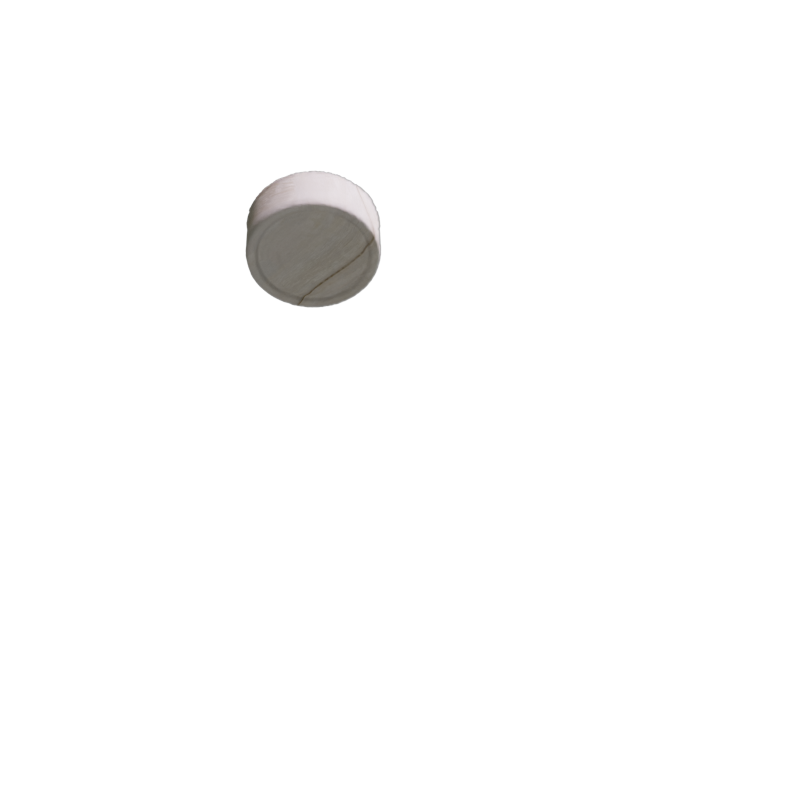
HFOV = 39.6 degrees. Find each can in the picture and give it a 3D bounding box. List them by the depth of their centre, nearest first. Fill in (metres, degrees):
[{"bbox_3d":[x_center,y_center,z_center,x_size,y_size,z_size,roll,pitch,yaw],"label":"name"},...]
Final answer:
[{"bbox_3d":[-0.055,-0.100,0.699,0.086,0.080,0.036,1,41,-1],"label":"can"}]
